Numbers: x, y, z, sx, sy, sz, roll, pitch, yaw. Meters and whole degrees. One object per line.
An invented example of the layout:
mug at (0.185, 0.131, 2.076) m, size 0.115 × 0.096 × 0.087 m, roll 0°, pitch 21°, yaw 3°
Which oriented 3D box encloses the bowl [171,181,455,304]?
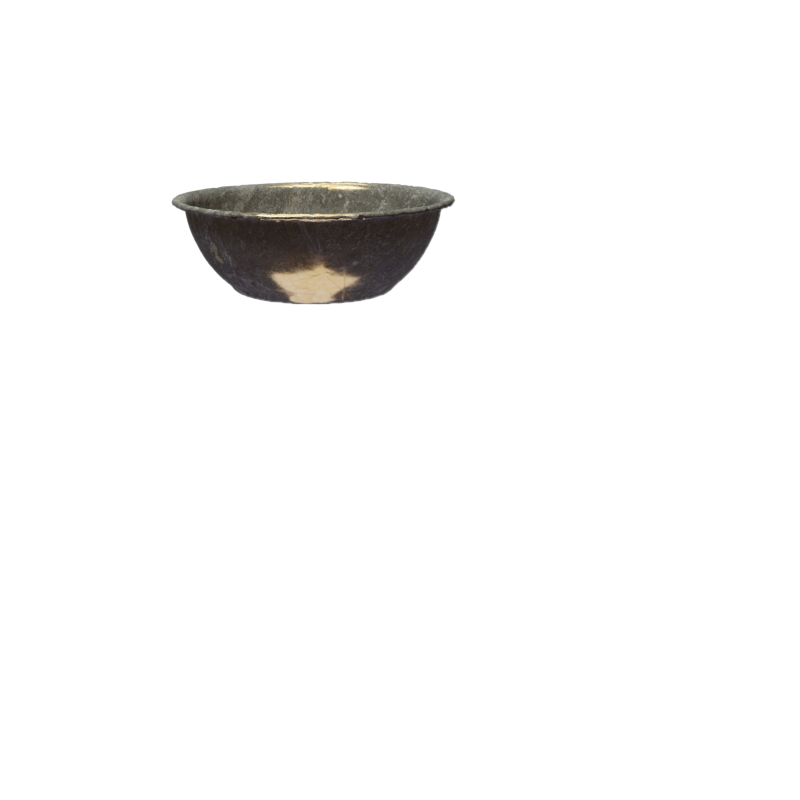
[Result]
bowl at (-0.050, -0.091, 0.639) m, size 0.162 × 0.053 × 0.167 m, roll -1°, pitch 16°, yaw -2°
